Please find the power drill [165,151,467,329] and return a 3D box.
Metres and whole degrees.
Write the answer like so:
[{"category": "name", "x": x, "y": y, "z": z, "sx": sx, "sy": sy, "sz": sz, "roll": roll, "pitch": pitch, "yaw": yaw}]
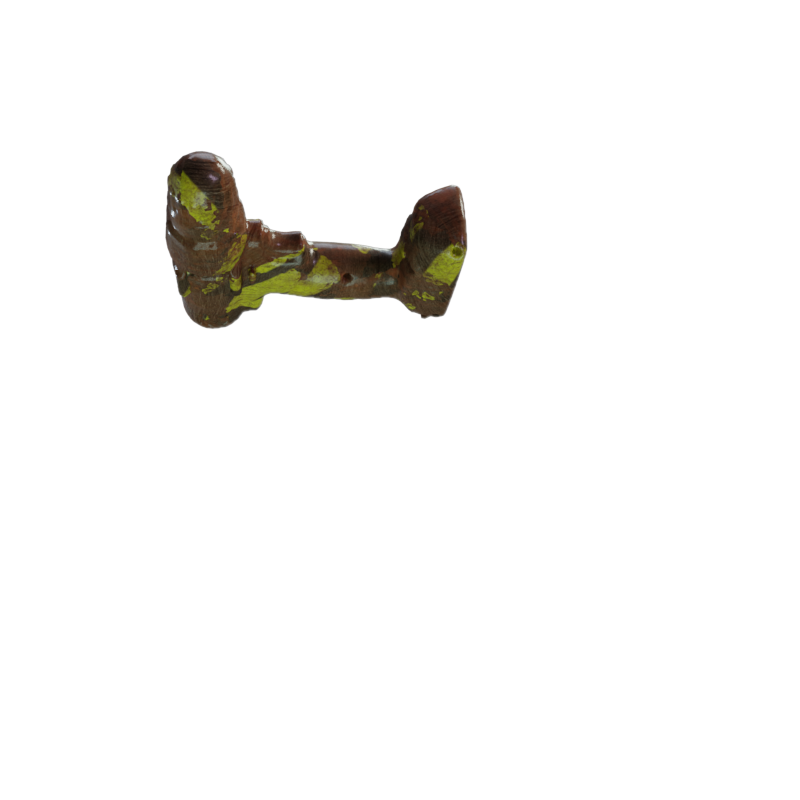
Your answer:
[{"category": "power drill", "x": -0.056, "y": -0.102, "z": 0.712, "sx": 0.187, "sy": 0.061, "sz": 0.176, "roll": 1, "pitch": -21, "yaw": -4}]
